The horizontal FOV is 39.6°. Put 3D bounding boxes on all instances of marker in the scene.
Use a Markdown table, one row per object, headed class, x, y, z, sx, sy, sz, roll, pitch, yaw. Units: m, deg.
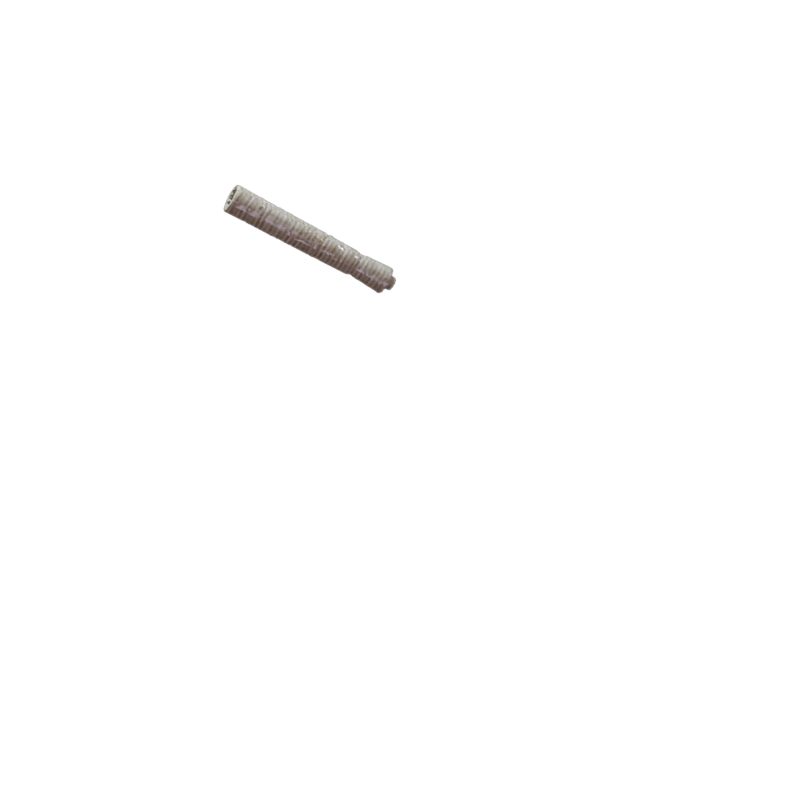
| class | x | y | z | sx | sy | sz | roll | pitch | yaw |
| --- | --- | --- | --- | --- | --- | --- | --- | --- | --- |
| marker | -0.055 | -0.100 | 0.701 | 0.117 | 0.020 | 0.020 | 26 | -5 | -17 |
